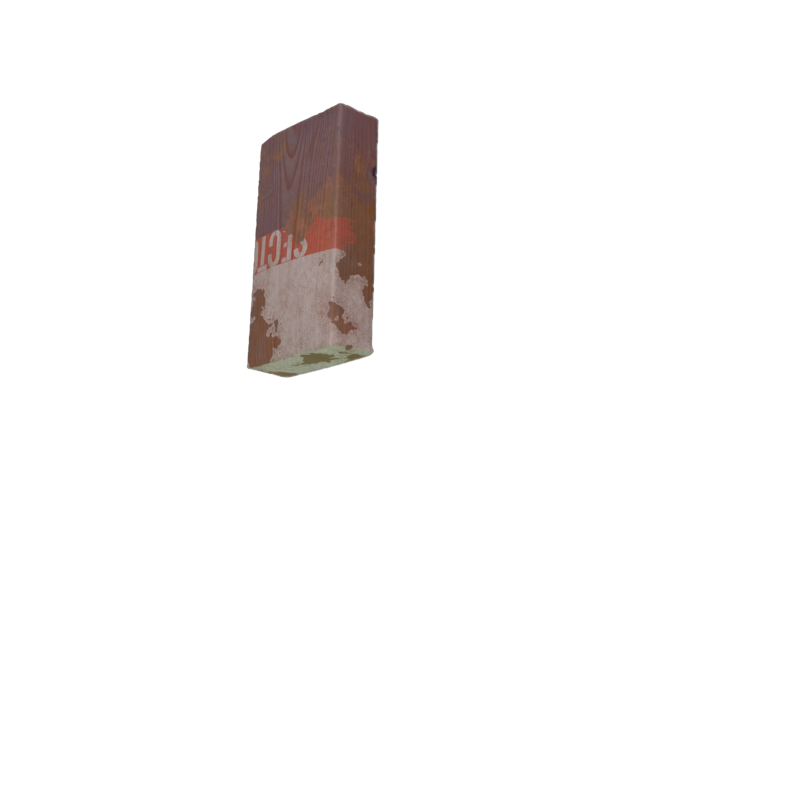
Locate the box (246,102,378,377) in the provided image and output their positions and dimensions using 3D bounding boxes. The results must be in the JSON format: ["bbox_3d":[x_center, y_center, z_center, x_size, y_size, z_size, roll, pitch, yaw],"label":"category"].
[{"bbox_3d":[-0.061,-0.111,0.779,0.045,0.184,0.095,16,-24,-42],"label":"box"}]
